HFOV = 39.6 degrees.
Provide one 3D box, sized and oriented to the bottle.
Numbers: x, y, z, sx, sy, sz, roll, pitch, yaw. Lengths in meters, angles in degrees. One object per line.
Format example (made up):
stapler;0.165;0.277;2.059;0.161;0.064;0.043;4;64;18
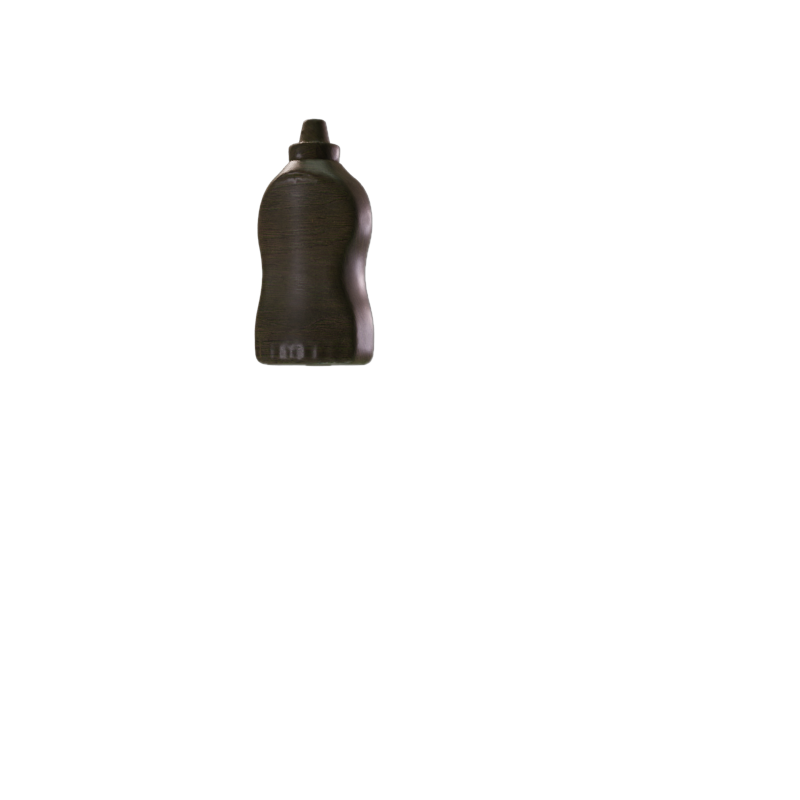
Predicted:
bottle;-0.067;-0.123;0.863;0.099;0.194;0.056;-3;-5;35
